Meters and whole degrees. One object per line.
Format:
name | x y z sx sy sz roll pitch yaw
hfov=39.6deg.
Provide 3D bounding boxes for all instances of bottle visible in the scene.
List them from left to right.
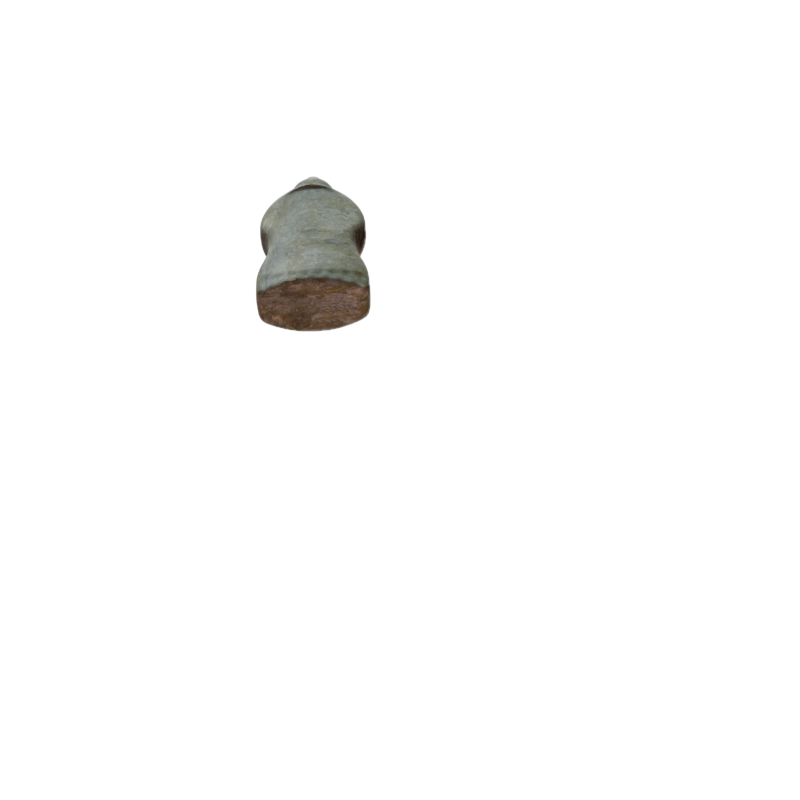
bottle | -0.078 -0.143 0.998 0.096 0.054 0.205 -5 40 1
